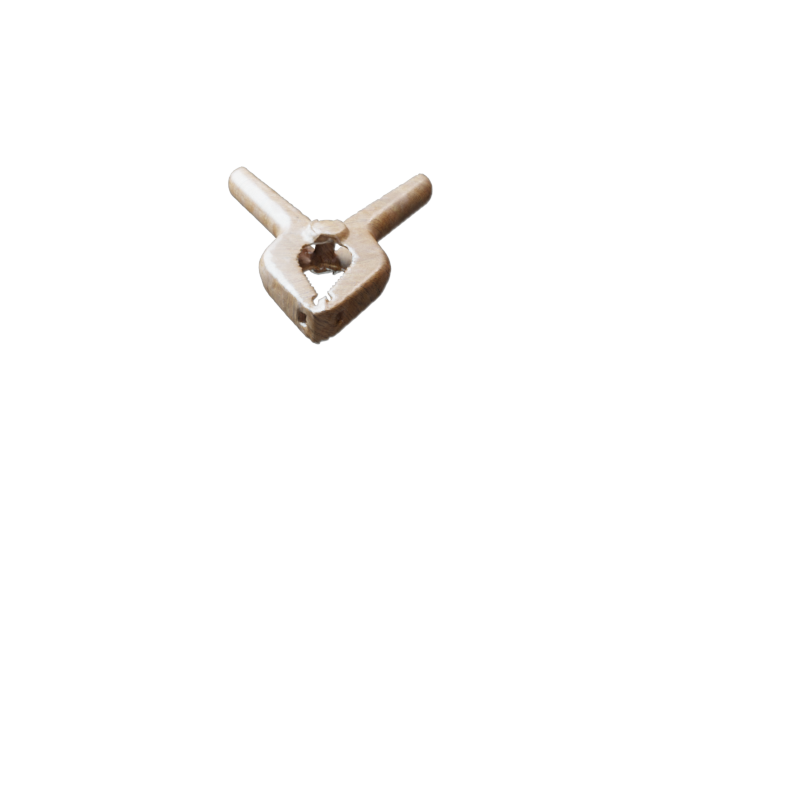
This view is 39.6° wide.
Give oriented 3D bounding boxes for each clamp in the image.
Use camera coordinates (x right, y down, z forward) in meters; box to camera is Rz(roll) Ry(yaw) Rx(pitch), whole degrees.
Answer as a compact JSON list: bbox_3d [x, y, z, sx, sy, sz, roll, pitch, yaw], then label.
[{"bbox_3d":[-0.065,-0.118,0.829,0.166,0.034,0.222,4,38,5],"label":"clamp"}]
